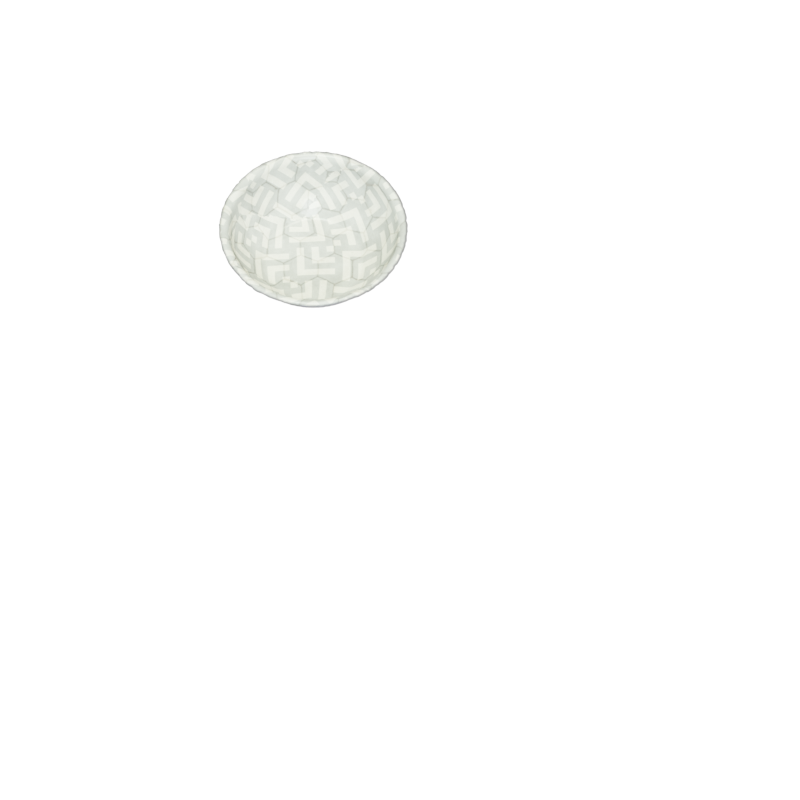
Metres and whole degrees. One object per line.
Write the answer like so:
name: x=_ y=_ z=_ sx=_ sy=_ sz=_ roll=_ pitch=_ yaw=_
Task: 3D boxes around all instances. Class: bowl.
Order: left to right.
bowl: x=-0.076 y=-0.139 z=0.971 sx=0.162 sy=0.173 sz=0.052 roll=-1 pitch=-32 yaw=-1
